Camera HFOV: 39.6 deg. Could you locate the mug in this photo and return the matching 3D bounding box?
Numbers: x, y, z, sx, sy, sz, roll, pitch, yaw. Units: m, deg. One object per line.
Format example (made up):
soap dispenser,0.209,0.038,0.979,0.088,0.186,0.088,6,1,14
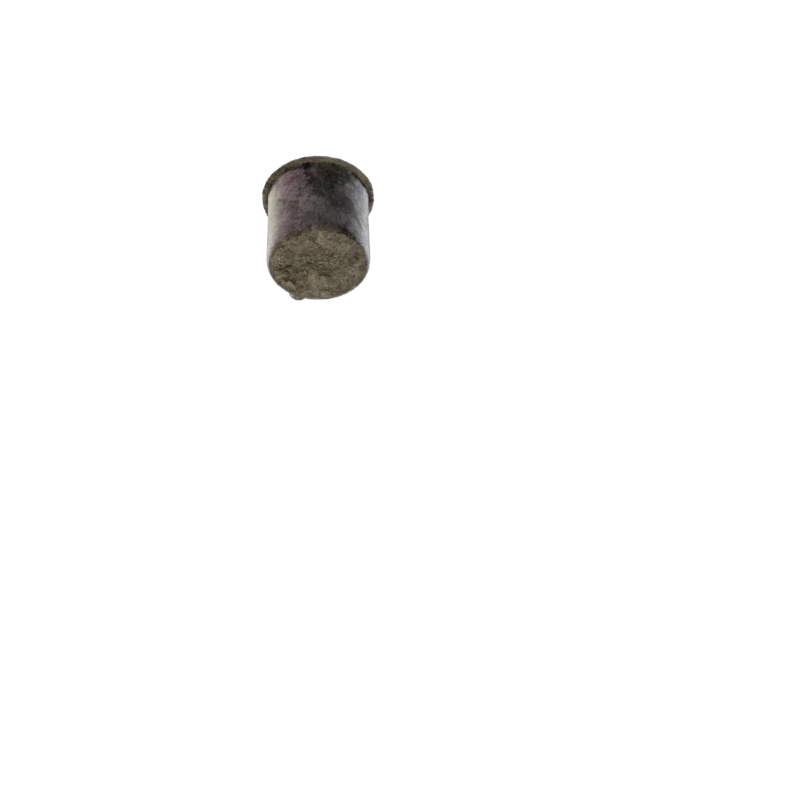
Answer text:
mug,-0.070,-0.128,0.898,0.091,0.087,0.112,14,-44,-17
